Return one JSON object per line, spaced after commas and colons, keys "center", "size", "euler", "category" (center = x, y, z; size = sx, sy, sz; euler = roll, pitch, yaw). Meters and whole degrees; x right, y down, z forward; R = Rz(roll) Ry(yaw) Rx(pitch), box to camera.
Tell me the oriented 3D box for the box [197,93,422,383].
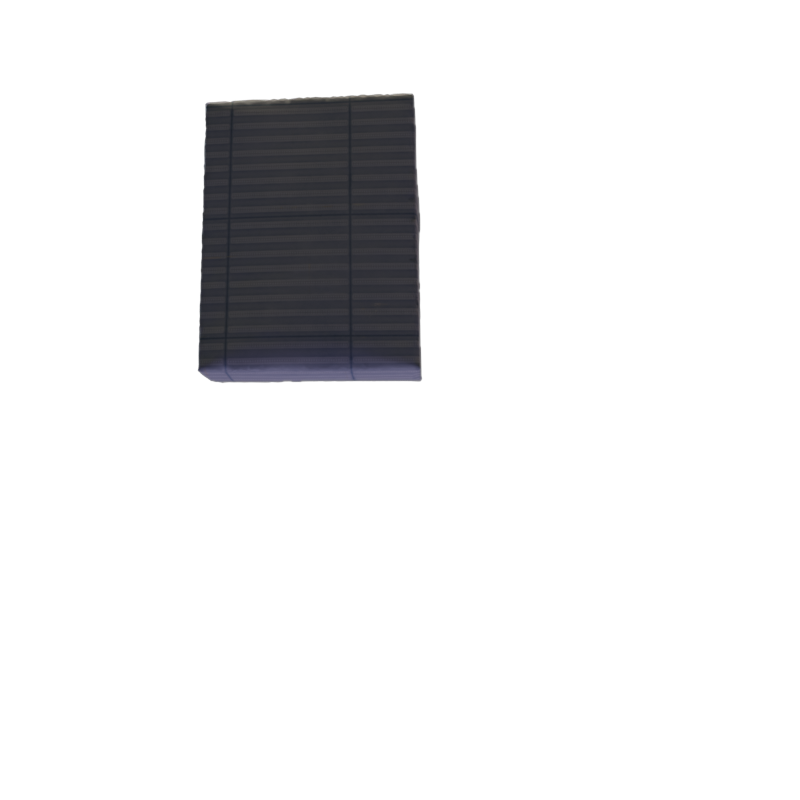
{"center": [-0.067, -0.122, 0.853], "size": [0.165, 0.222, 0.069], "euler": [-2, -15, 5], "category": "box"}
